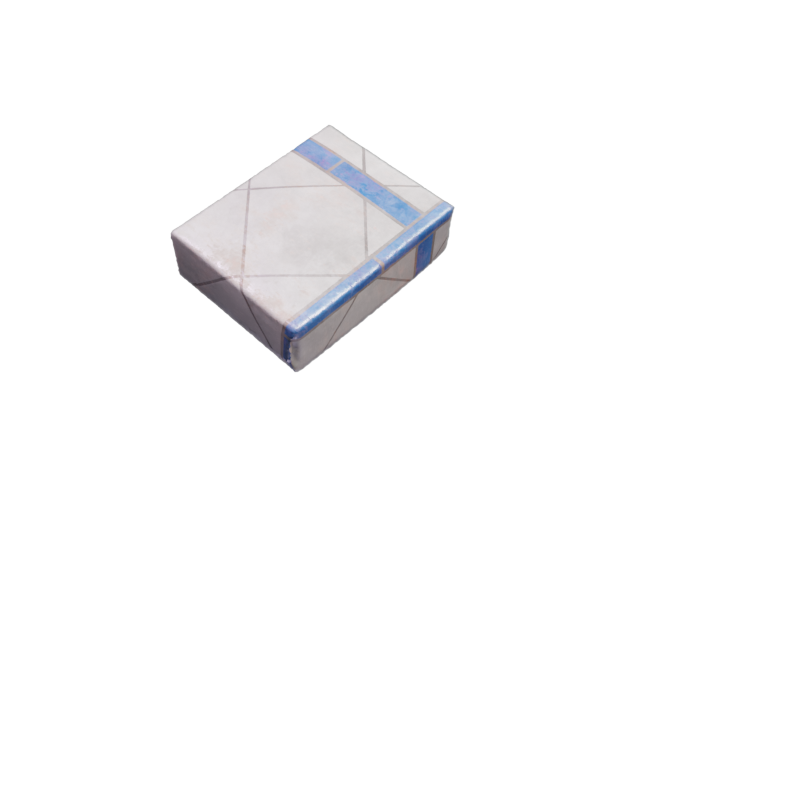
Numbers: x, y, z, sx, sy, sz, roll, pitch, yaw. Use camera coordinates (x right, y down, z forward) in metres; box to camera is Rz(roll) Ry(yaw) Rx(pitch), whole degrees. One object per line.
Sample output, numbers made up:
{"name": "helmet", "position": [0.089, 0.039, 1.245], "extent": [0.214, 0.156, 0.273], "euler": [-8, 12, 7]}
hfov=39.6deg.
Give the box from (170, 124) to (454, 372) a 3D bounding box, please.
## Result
{"name": "box", "position": [-0.043, -0.079, 0.555], "extent": [0.095, 0.036, 0.115], "euler": [37, 59, 26]}
